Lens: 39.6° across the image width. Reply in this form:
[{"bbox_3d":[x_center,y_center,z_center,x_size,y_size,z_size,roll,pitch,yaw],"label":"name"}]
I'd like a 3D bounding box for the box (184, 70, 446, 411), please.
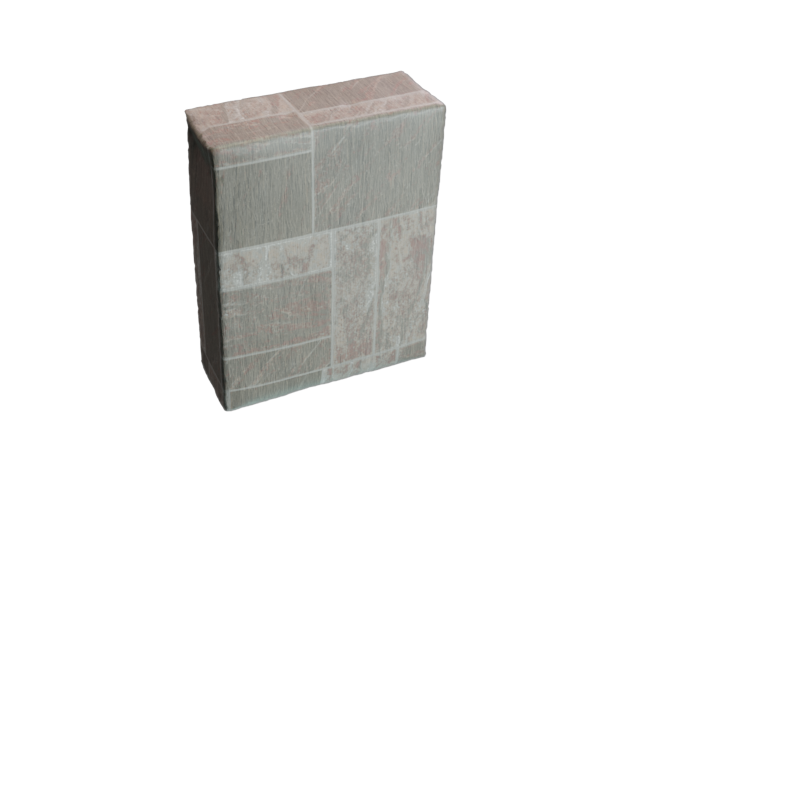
[{"bbox_3d":[-0.061,-0.111,0.778,0.162,0.200,0.078,-14,39,-21],"label":"box"}]
